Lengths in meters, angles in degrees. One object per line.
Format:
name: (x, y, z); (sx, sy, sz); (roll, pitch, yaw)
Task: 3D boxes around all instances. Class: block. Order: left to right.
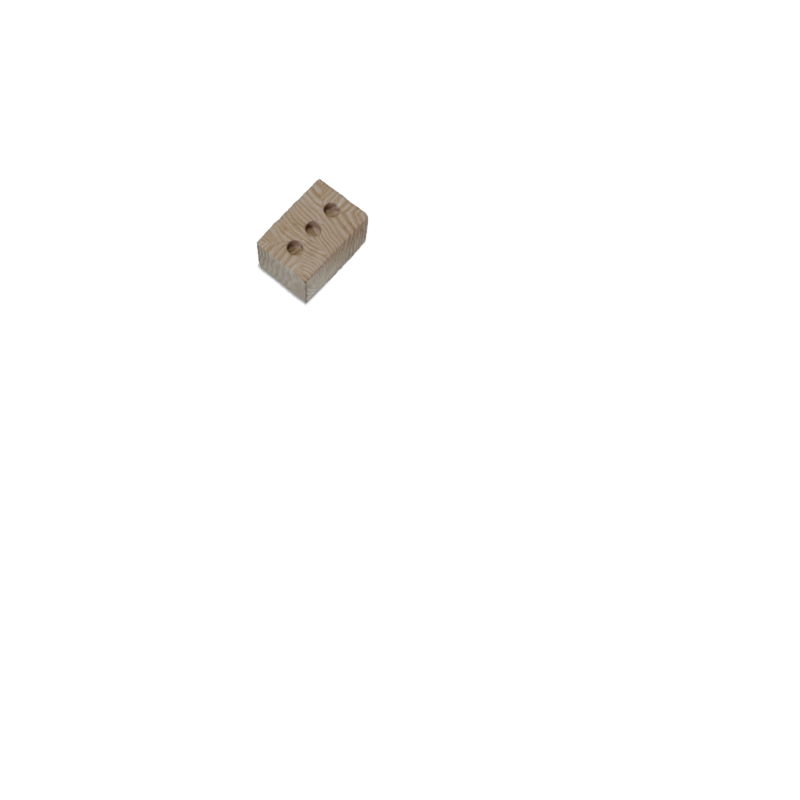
block: (-0.069, -0.127, 0.886); (0.055, 0.079, 0.049); (37, -18, 12)
